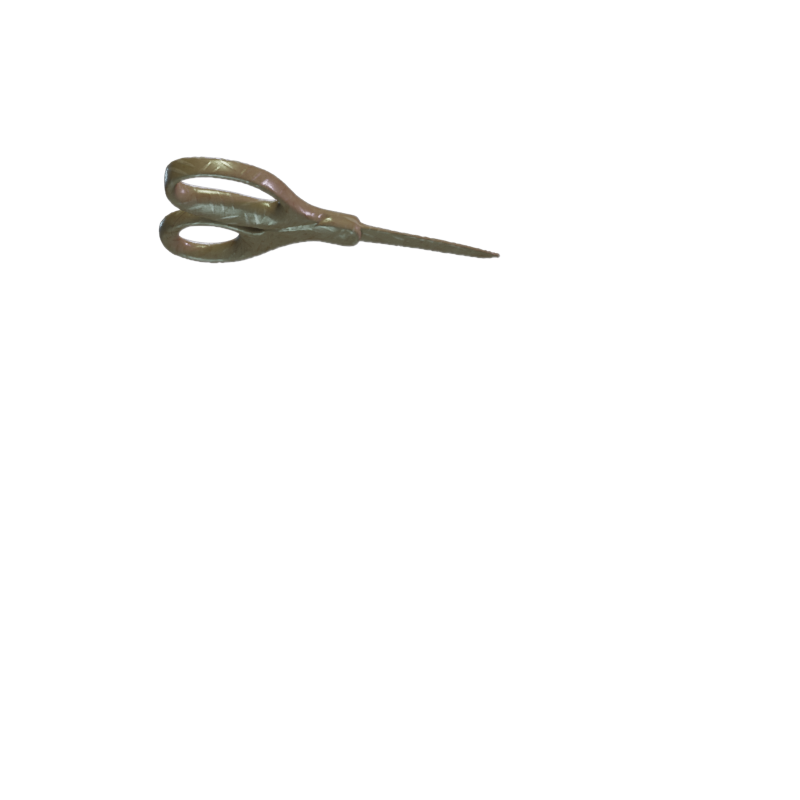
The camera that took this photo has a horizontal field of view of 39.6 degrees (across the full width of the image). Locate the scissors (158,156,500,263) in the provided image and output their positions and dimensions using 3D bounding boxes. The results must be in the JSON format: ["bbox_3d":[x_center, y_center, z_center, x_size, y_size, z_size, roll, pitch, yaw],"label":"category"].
[{"bbox_3d":[-0.050,-0.091,0.637,0.192,0.017,0.095,16,-31,-30],"label":"scissors"}]
